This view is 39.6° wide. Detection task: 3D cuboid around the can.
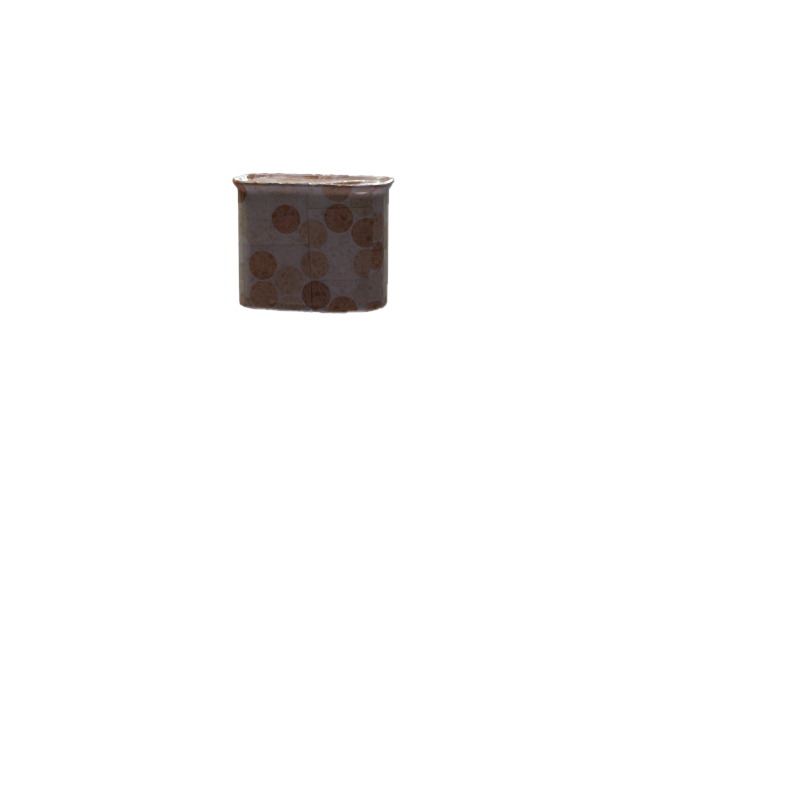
[{"bbox_3d":[-0.056,-0.103,0.721,0.104,0.082,0.058,4,12,13],"label":"can"}]
